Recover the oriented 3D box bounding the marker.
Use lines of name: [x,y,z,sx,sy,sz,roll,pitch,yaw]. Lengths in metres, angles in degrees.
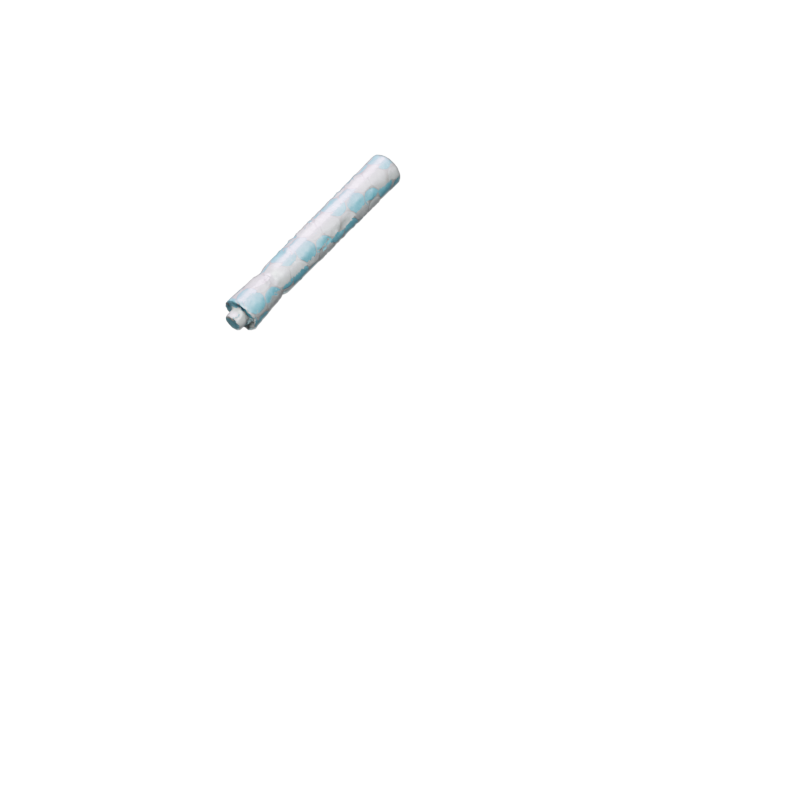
marker: [-0.043,-0.078,0.544,0.021,0.019,0.123,3,45,50]
